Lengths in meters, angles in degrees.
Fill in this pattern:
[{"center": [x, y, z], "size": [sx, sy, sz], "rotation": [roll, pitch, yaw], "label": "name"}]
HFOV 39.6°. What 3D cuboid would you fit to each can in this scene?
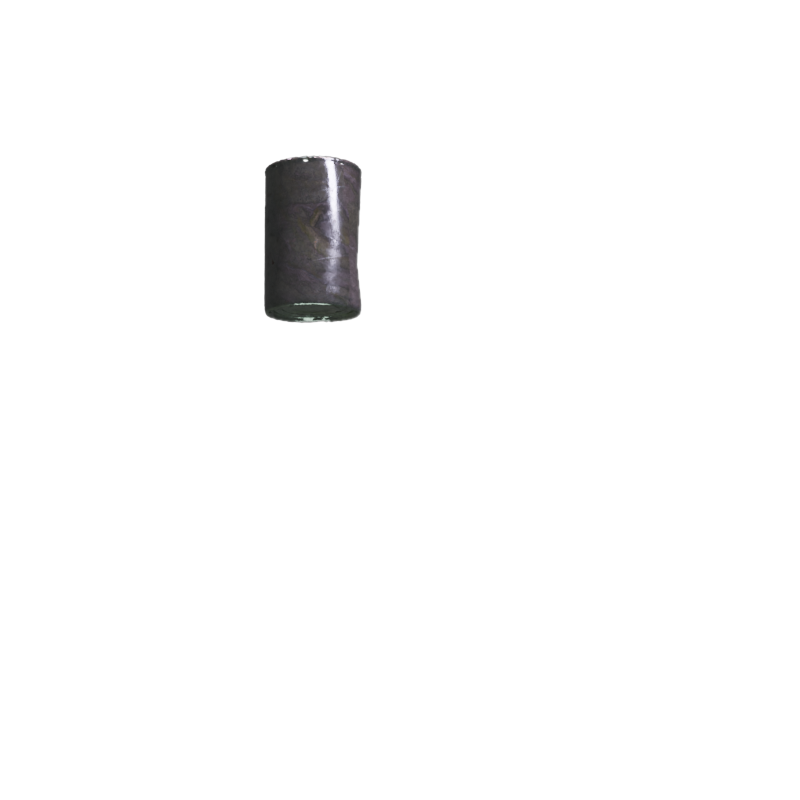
[{"center": [-0.060, -0.109, 0.763], "size": [0.068, 0.106, 0.066], "rotation": [0, -13, -2], "label": "can"}]
